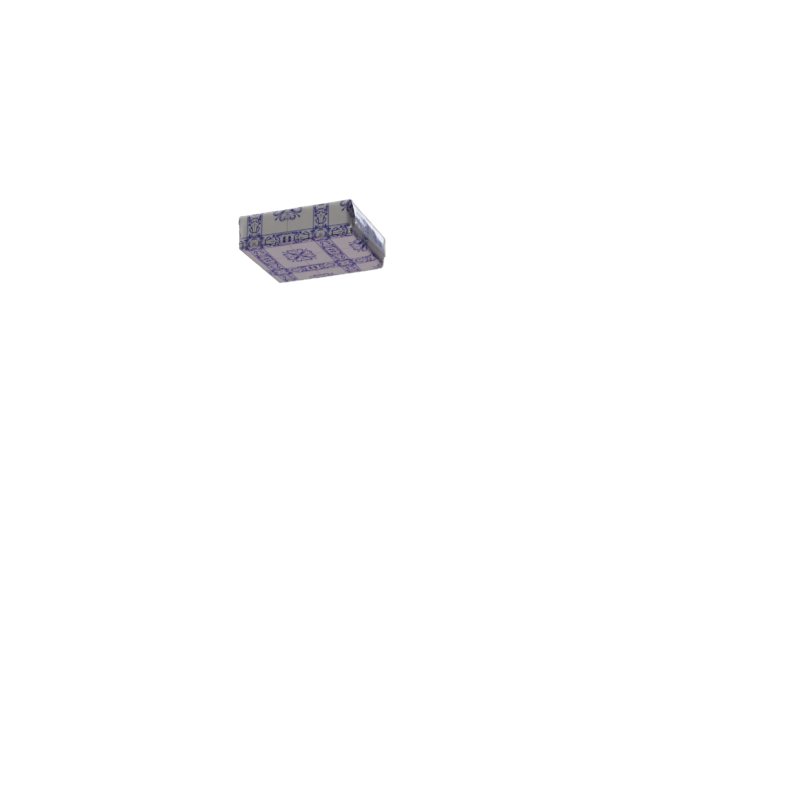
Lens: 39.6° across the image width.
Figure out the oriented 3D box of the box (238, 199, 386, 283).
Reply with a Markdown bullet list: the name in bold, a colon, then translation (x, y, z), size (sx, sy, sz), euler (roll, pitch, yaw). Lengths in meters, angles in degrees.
- **box**: translation (-0.064, -0.116, 0.814), size (0.091, 0.032, 0.068), euler (-6, -18, 20)
